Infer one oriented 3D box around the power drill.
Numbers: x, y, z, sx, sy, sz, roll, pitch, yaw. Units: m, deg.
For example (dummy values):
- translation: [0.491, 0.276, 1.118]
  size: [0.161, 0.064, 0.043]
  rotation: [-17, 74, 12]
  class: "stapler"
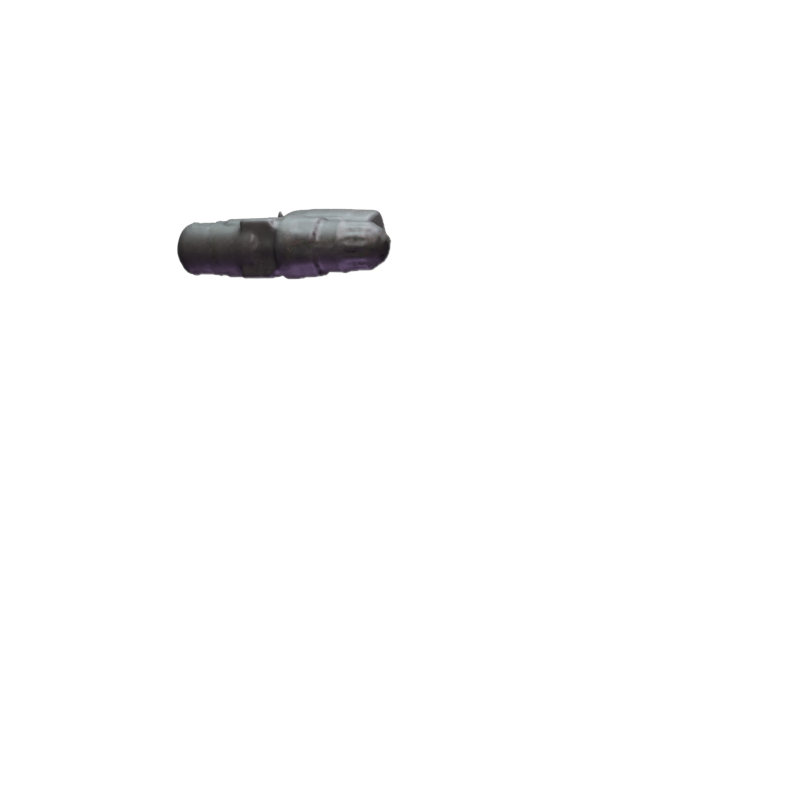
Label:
- translation: [-0.076, -0.138, 0.970]
  size: [0.189, 0.057, 0.185]
  rotation: [3, 10, 20]
  class: "power drill"
